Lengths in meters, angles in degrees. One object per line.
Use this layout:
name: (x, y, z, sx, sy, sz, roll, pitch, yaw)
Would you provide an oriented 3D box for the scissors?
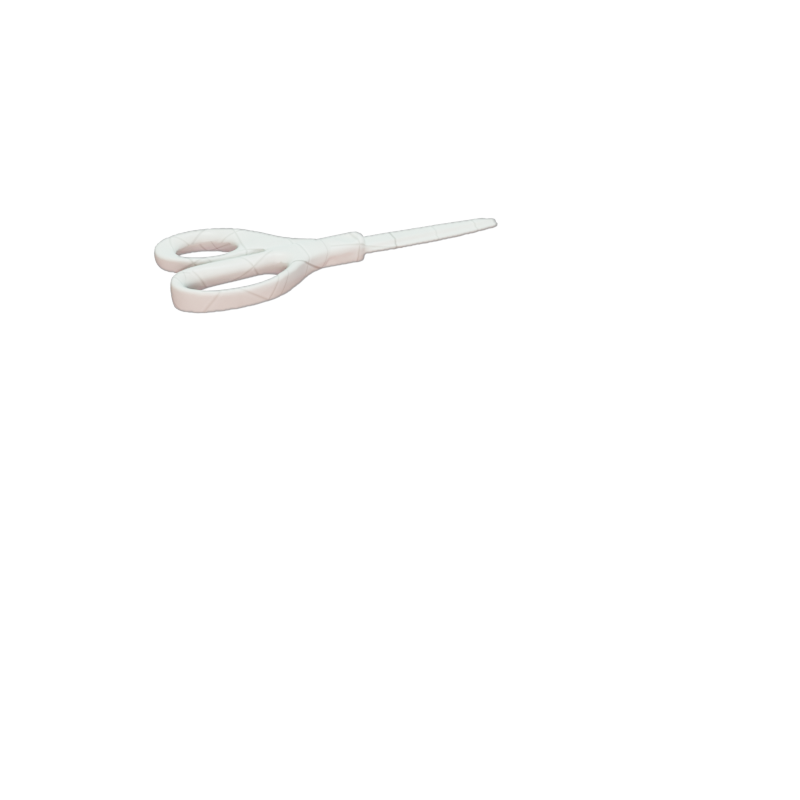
scissors: (-0.048, -0.088, 0.616, 0.199, 0.015, 0.103, -24, 36, -37)
